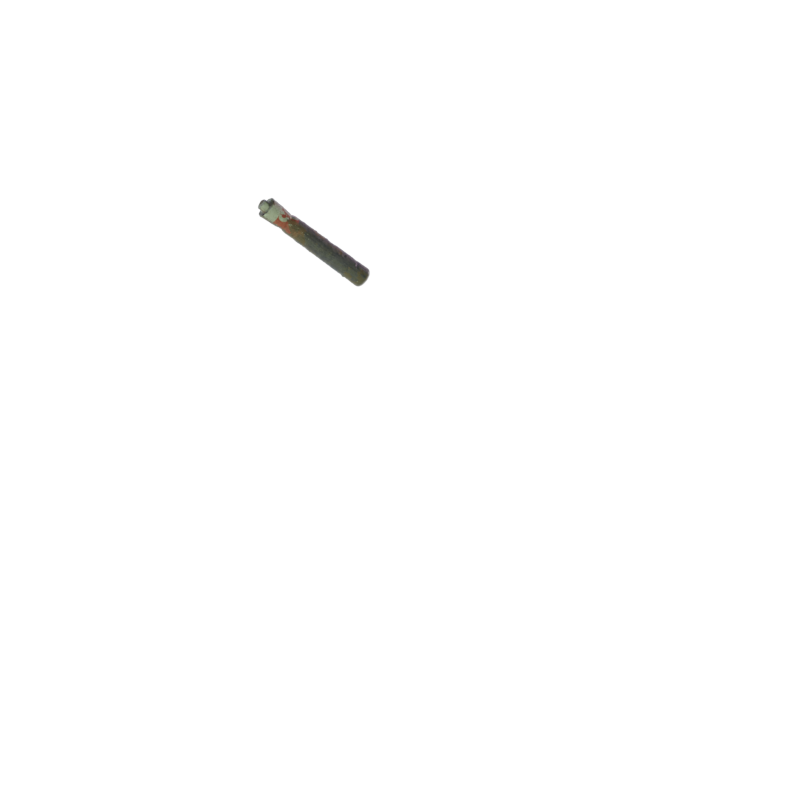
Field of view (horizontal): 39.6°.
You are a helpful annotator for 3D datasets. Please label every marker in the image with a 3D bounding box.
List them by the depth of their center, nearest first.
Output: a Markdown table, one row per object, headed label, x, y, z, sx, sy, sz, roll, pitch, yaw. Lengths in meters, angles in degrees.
| label | x | y | z | sx | sy | sz | roll | pitch | yaw |
| --- | --- | --- | --- | --- | --- | --- | --- | --- | --- |
| marker | -0.075 | -0.137 | 0.958 | 0.114 | 0.020 | 0.020 | 34 | -15 | -27 |
